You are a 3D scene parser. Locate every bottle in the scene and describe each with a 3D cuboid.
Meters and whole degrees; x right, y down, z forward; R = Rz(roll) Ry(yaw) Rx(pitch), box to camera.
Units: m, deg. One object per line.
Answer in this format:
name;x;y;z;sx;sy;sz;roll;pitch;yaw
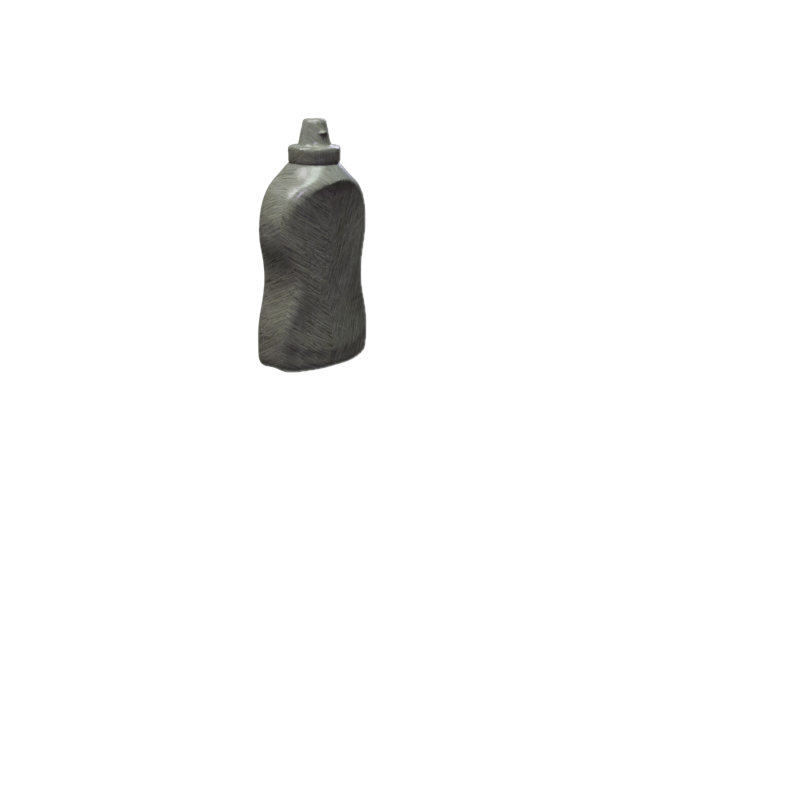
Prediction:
bottle;-0.068;-0.124;0.867;0.061;0.187;0.094;12;16;43
